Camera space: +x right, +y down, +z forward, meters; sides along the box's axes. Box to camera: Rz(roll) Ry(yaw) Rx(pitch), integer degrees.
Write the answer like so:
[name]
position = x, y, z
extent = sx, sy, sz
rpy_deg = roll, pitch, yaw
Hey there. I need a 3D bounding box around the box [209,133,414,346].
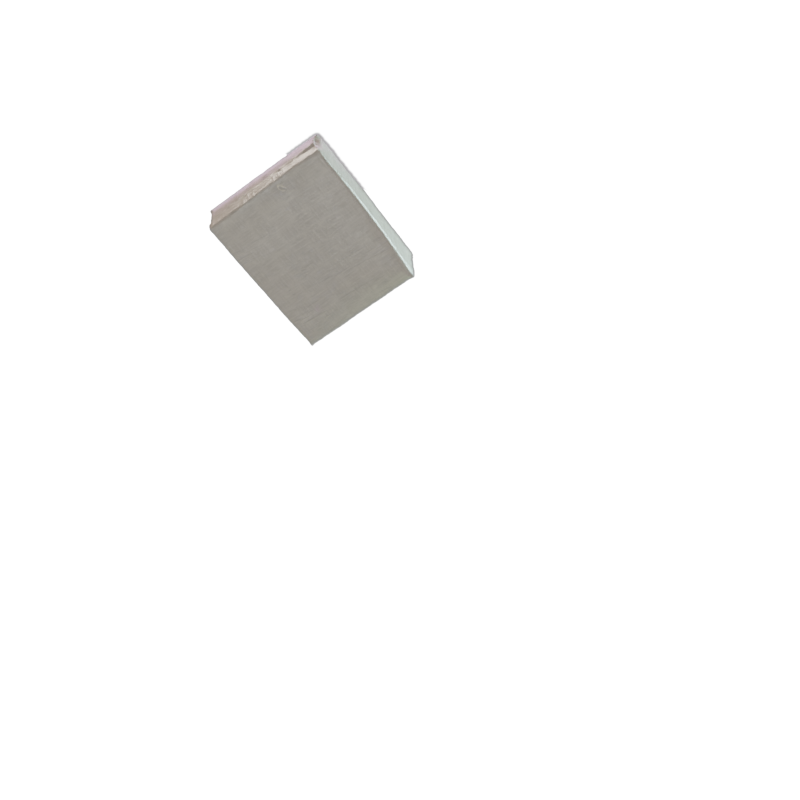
[box]
position = -0.057, -0.104, 0.730
extent = 0.089, 0.108, 0.041
rpy_deg = -34, 20, 14
